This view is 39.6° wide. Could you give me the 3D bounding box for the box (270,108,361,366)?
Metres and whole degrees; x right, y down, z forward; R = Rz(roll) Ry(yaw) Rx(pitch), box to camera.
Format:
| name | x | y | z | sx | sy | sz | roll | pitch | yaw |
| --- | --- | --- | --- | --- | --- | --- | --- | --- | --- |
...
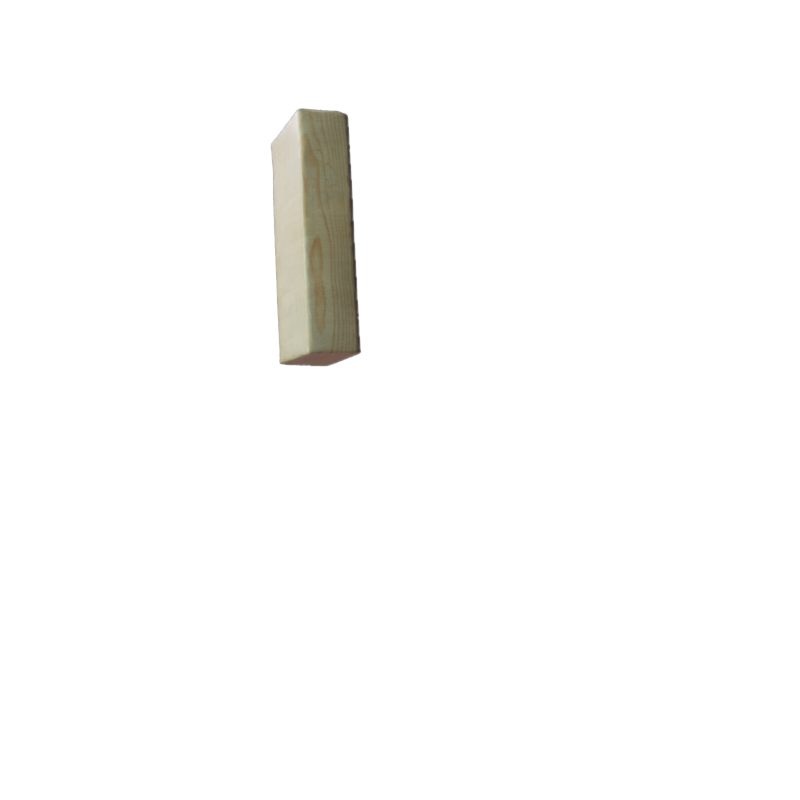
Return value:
| name | x | y | z | sx | sy | sz | roll | pitch | yaw |
| --- | --- | --- | --- | --- | --- | --- | --- | --- | --- |
| box | -0.063 | -0.116 | 0.815 | 0.047 | 0.181 | 0.093 | 3 | -10 | -18 |
